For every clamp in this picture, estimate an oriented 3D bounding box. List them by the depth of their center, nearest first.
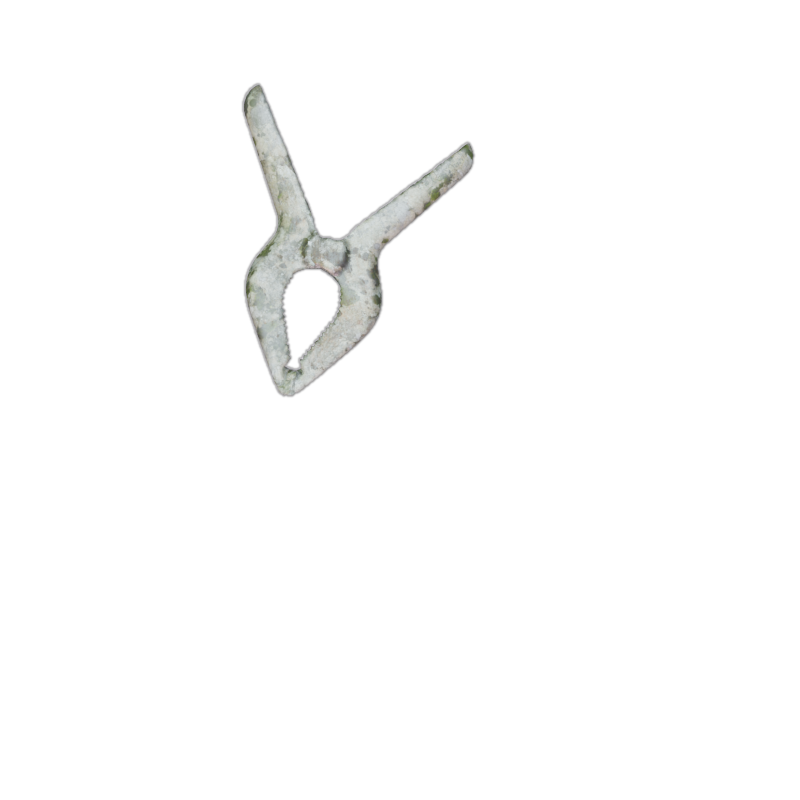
[{"bbox_3d":[-0.060,-0.110,0.768,0.165,0.211,0.036,22,-4,1],"label":"clamp"}]
